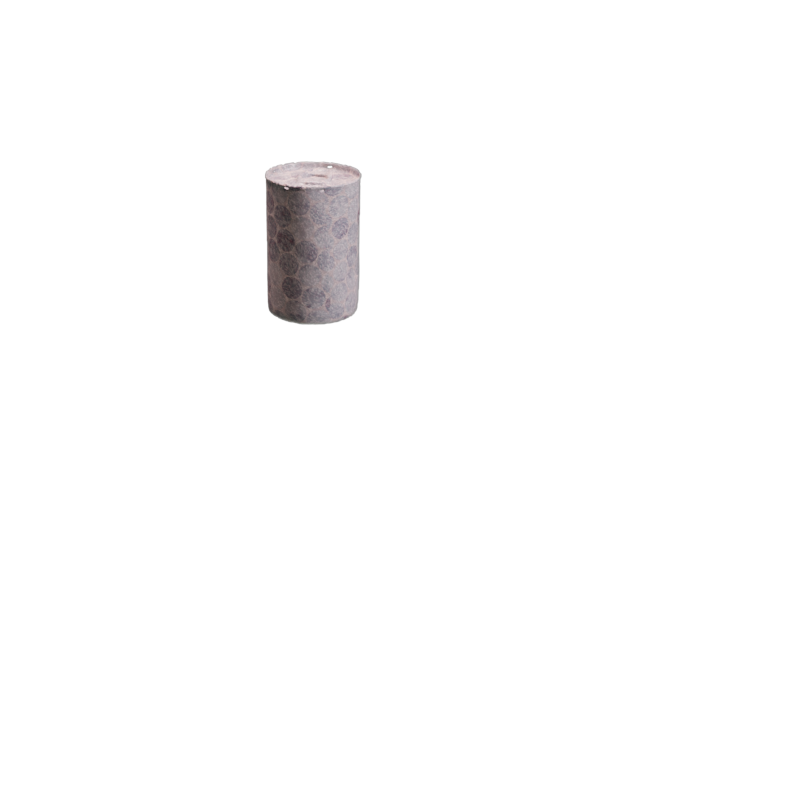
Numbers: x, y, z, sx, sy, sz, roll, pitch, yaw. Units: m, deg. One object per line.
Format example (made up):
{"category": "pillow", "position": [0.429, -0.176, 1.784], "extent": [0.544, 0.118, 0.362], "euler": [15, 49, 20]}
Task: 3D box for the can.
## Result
{"category": "can", "position": [-0.062, -0.113, 0.792], "extent": [0.068, 0.098, 0.072], "euler": [0, 22, -2]}
